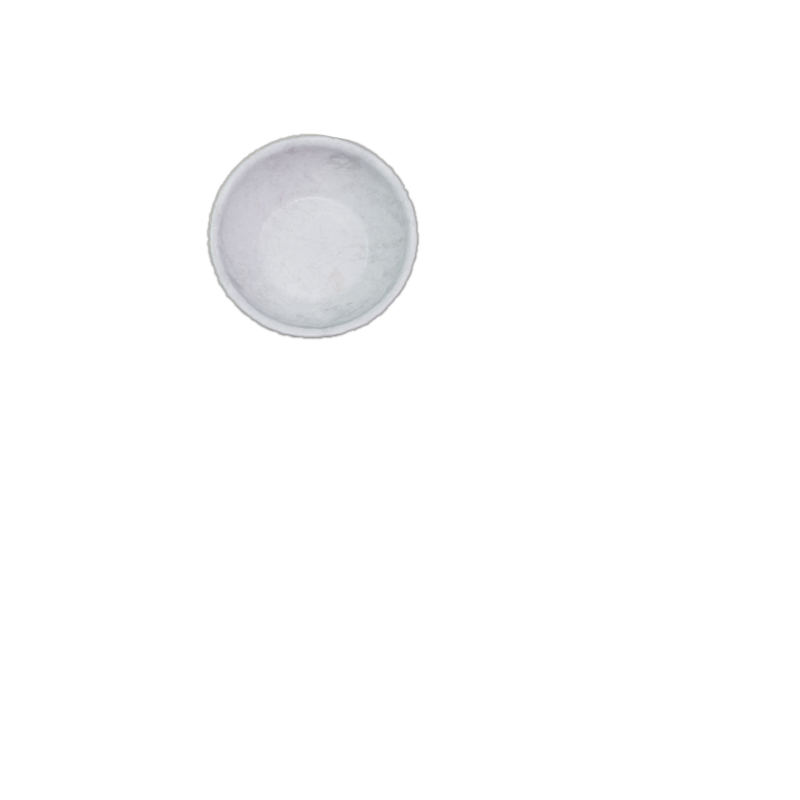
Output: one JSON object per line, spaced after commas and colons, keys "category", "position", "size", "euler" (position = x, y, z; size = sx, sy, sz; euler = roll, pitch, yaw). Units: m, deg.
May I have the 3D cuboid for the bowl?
{"category": "bowl", "position": [-0.069, -0.125, 0.878], "size": [0.162, 0.167, 0.053], "euler": [0, -12, -1]}
